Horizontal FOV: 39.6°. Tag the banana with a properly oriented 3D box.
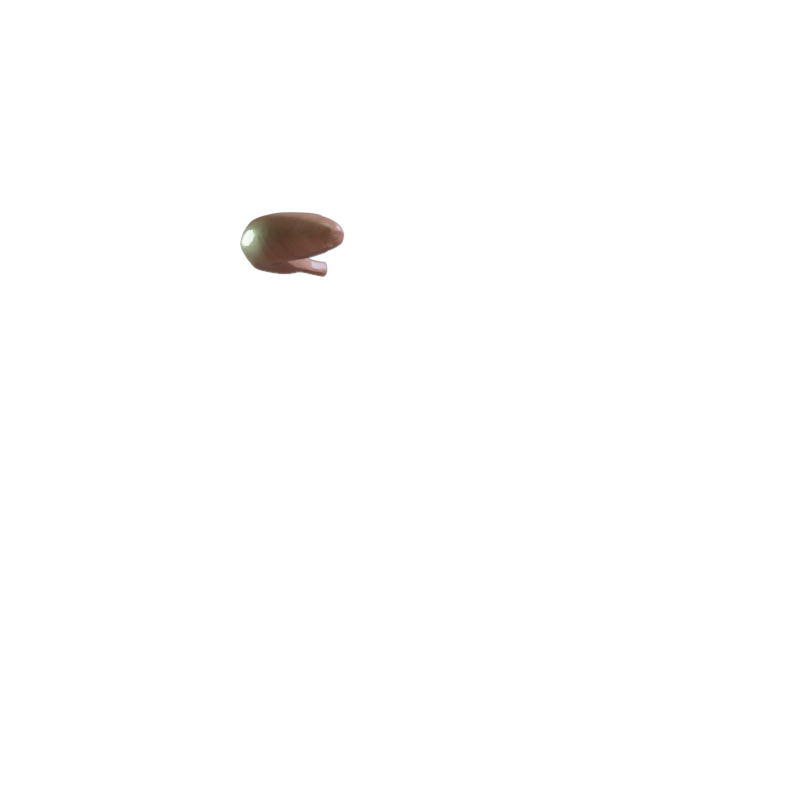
[{"bbox_3d":[-0.082,-0.115,0.805,0.069,0.037,0.198,0,2,-6],"label":"banana"}]
